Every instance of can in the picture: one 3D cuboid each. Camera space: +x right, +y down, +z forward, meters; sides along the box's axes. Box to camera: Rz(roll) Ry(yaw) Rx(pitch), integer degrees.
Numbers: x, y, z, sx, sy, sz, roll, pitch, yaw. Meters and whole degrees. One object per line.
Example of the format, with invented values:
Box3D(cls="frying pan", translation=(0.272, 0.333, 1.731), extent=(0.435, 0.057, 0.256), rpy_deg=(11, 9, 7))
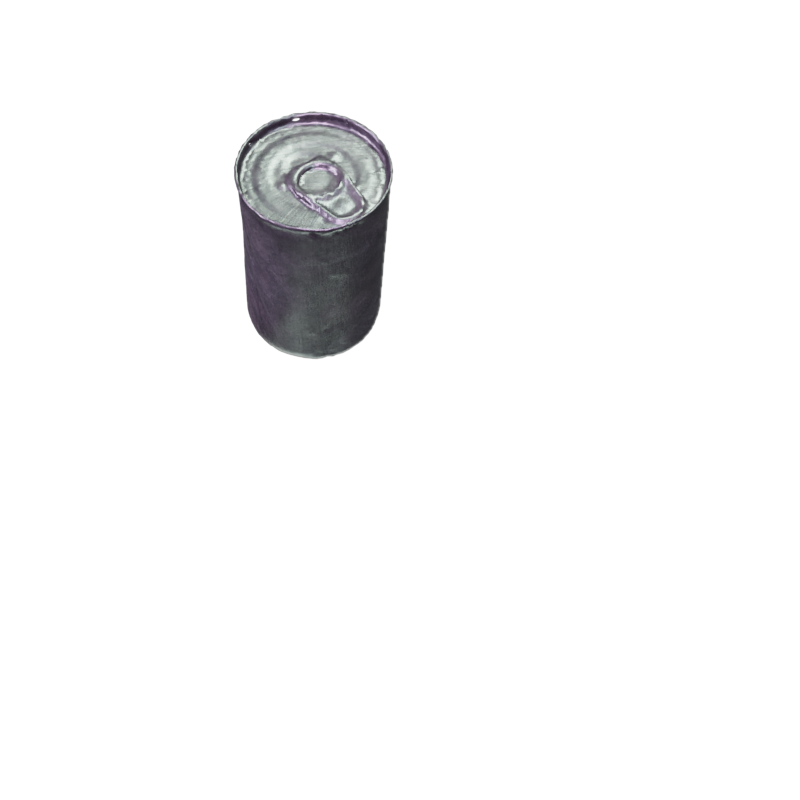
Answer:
Box3D(cls="can", translation=(-0.040, -0.073, 0.512), extent=(0.068, 0.073, 0.096), rpy_deg=(0, -34, -3))
